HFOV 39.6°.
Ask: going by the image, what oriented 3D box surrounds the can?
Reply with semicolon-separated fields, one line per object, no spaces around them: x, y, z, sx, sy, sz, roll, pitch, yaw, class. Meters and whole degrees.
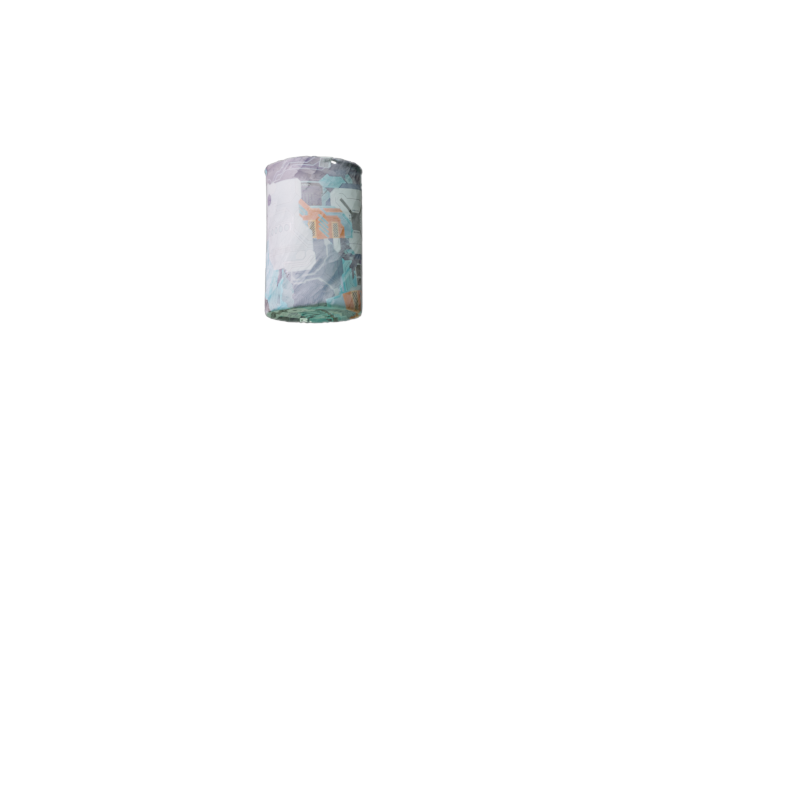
-0.059;-0.108;0.755;0.068;0.105;0.067;0;-11;-2;can
